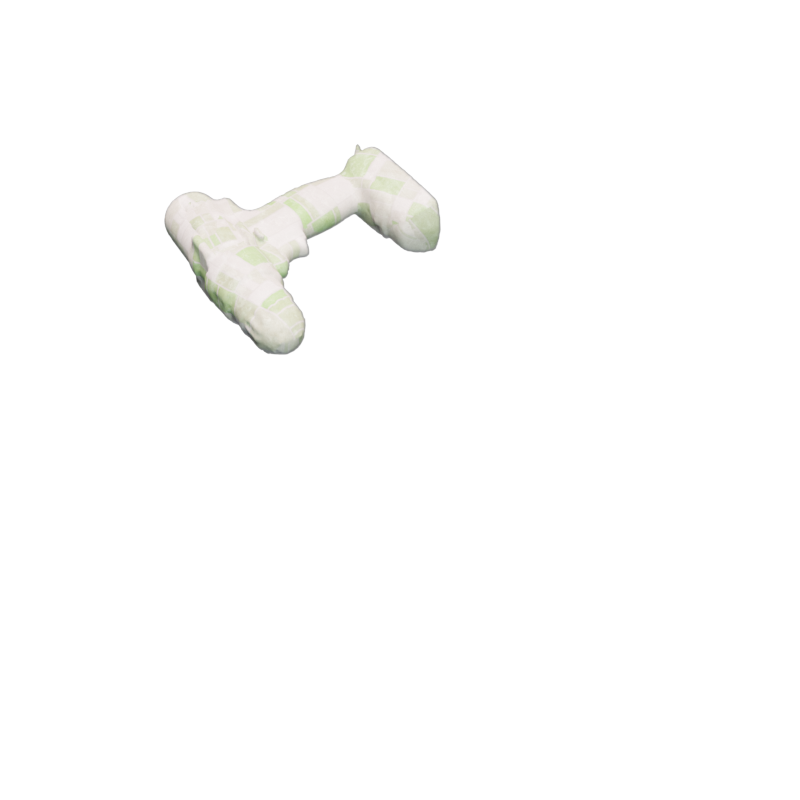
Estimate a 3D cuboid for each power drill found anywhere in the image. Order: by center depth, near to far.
[{"bbox_3d":[-0.066,-0.121,0.845,0.186,0.053,0.199,-22,47,-22],"label":"power drill"}]
